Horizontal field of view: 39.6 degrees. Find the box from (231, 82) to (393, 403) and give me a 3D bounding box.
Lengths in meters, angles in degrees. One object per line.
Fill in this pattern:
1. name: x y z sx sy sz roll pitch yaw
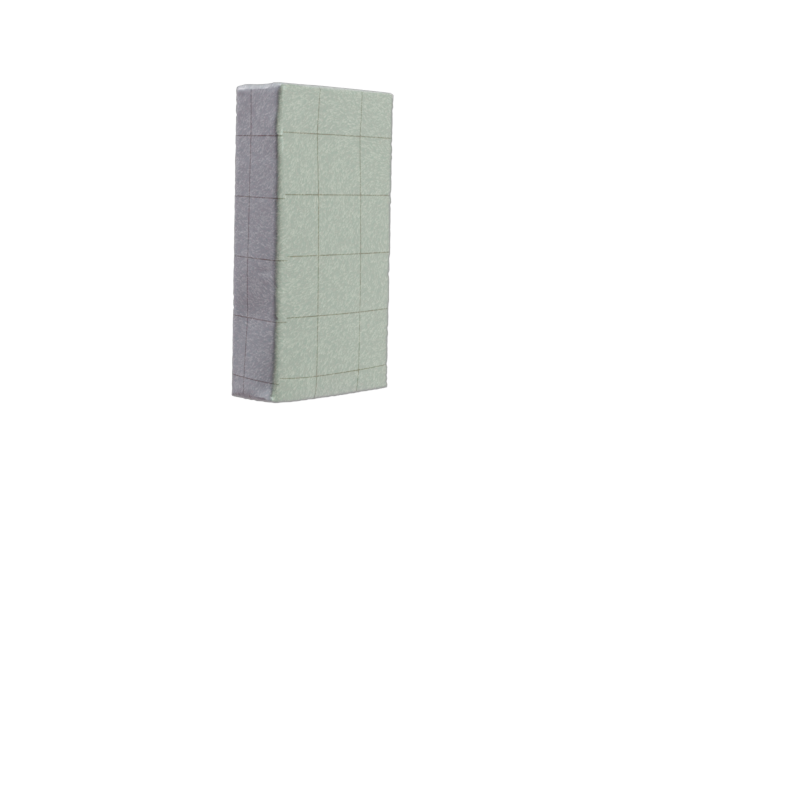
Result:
1. box: -0.050 -0.091 0.639 0.050 0.175 0.090 2 3 44
